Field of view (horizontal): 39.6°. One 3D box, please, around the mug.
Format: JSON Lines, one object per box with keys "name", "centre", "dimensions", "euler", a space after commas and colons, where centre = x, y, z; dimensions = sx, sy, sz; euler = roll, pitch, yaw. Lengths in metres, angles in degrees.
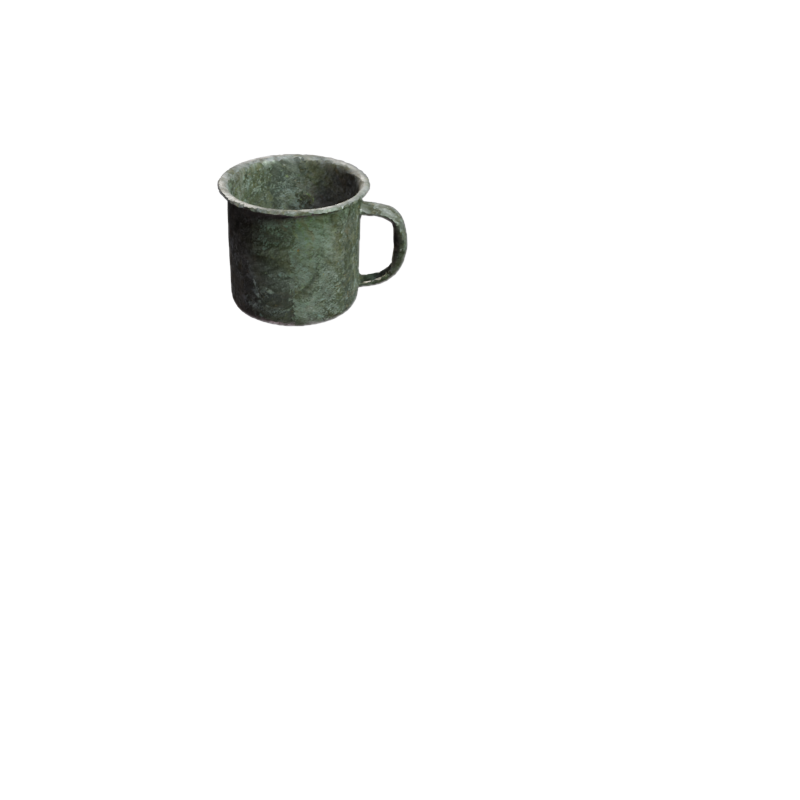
{"name": "mug", "centre": [-0.054, -0.099, 0.692], "dimensions": [0.118, 0.077, 0.098], "euler": [2, 30, 3]}
